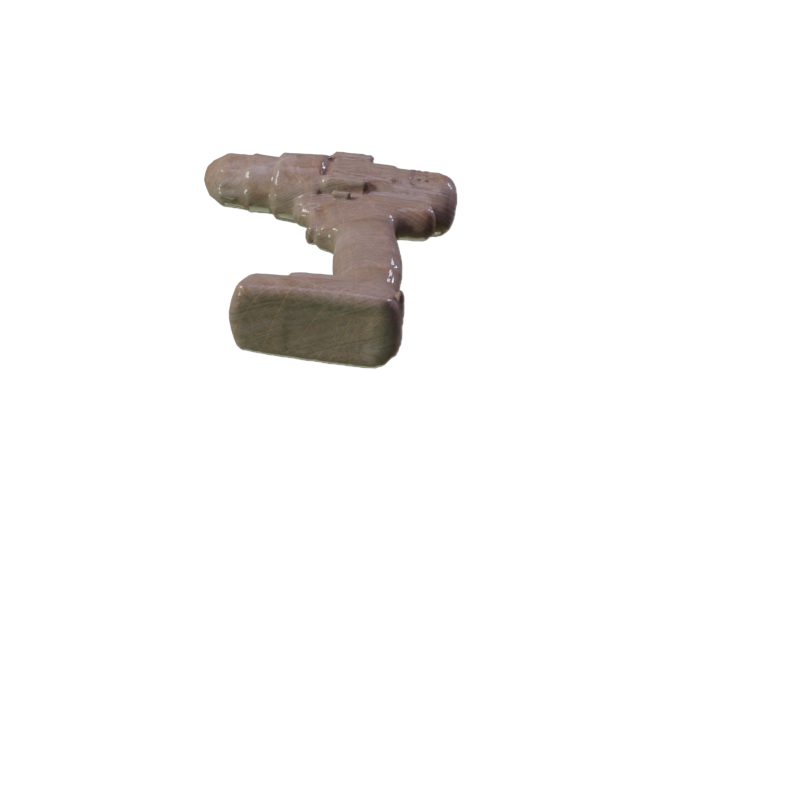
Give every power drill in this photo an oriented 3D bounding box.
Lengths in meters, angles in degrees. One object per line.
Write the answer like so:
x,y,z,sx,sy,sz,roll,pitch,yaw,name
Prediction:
-0.058,-0.107,0.747,0.186,0.054,0.199,5,40,6,power drill
